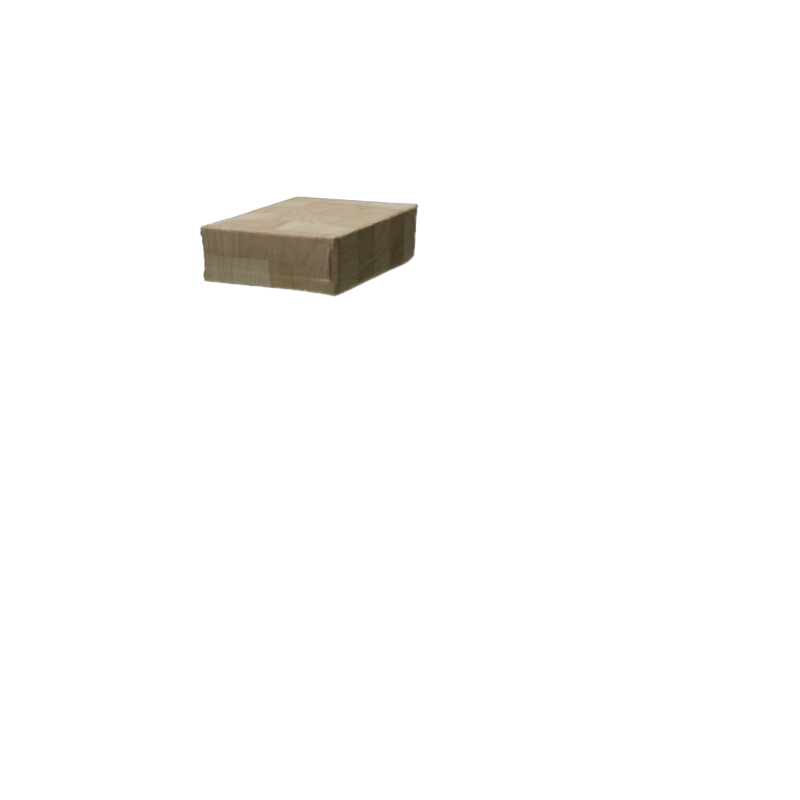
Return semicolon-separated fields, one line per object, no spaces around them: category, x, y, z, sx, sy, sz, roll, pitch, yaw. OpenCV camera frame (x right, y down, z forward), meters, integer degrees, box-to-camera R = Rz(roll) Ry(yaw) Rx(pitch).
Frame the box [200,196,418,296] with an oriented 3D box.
box;-0.052;-0.095;0.667;0.093;0.038;0.113;9;19;26
